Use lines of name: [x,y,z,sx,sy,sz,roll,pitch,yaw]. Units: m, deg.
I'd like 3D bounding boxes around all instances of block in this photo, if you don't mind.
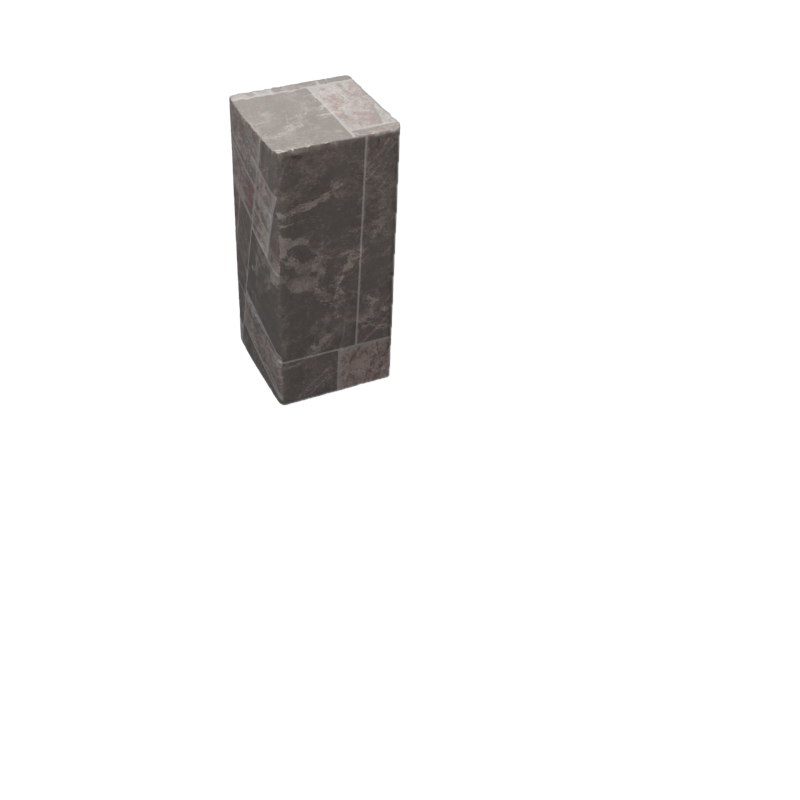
block: [-0.061,-0.111,0.780,0.089,0.193,0.098,-13,39,-21]
